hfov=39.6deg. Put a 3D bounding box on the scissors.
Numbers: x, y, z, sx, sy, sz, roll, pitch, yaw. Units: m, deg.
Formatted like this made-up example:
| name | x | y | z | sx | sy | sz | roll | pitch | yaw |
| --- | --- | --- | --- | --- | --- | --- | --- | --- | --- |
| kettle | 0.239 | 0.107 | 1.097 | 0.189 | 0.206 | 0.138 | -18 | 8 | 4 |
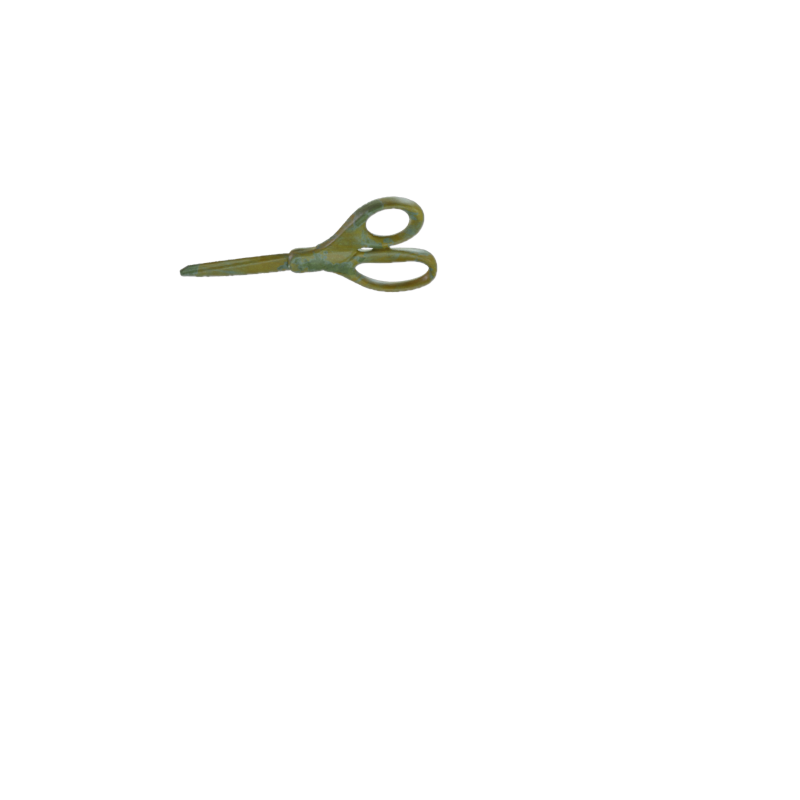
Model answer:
| name | x | y | z | sx | sy | sz | roll | pitch | yaw |
| --- | --- | --- | --- | --- | --- | --- | --- | --- | --- |
| scissors | -0.067 | -0.123 | 0.862 | 0.200 | 0.090 | 0.017 | 6 | 39 | -5 |
